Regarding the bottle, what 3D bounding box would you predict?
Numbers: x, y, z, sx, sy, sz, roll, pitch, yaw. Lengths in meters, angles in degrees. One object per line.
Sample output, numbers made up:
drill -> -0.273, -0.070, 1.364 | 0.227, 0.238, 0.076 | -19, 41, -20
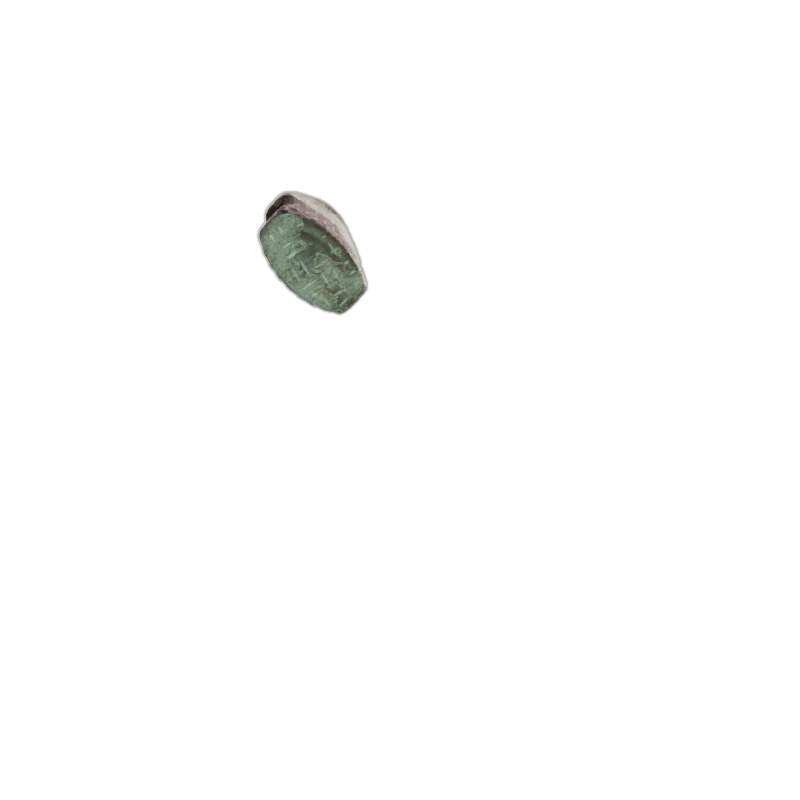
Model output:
bottle -> -0.076, -0.137, 0.965 | 0.093, 0.058, 0.199 | 40, 11, -14
